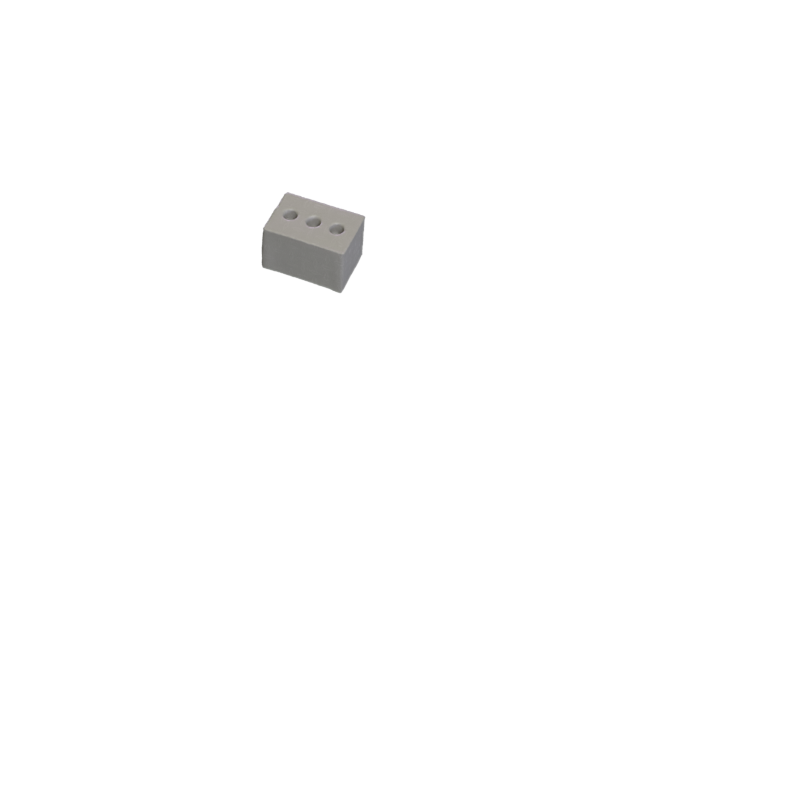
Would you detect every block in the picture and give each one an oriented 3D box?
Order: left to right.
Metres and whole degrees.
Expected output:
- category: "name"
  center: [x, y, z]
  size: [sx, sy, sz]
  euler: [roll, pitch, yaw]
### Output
- category: "block"
  center: [-0.076, -0.138, 0.969]
  size: [0.080, 0.055, 0.048]
  euler: [18, -38, 14]
